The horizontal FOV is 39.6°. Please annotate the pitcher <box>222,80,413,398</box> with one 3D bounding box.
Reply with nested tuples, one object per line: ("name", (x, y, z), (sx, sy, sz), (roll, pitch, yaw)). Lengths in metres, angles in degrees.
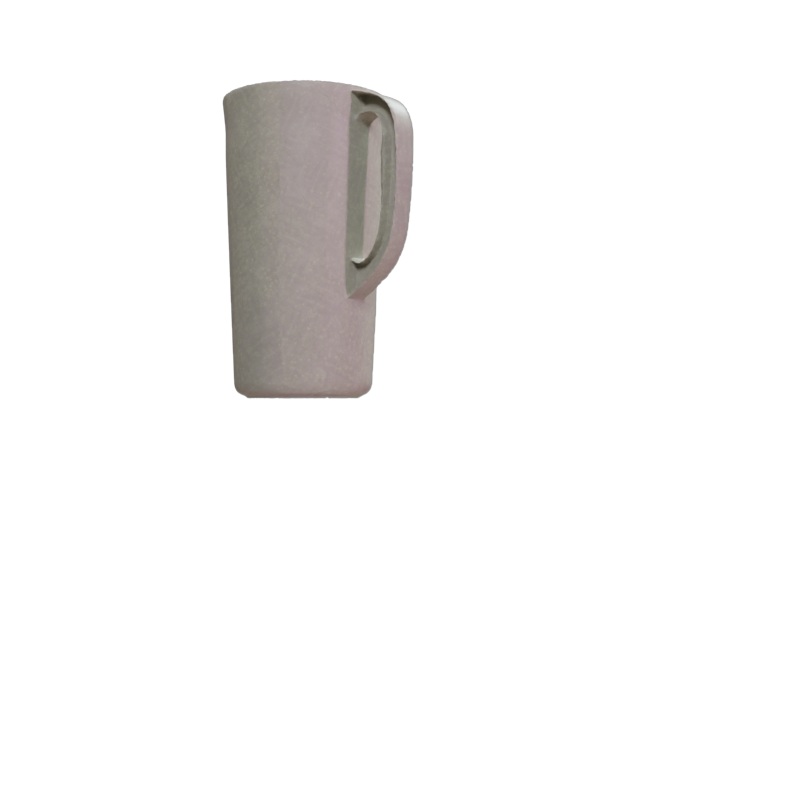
("pitcher", (-0.068, -0.124, 0.869), (0.144, 0.247, 0.148), (0, -5, -4))
